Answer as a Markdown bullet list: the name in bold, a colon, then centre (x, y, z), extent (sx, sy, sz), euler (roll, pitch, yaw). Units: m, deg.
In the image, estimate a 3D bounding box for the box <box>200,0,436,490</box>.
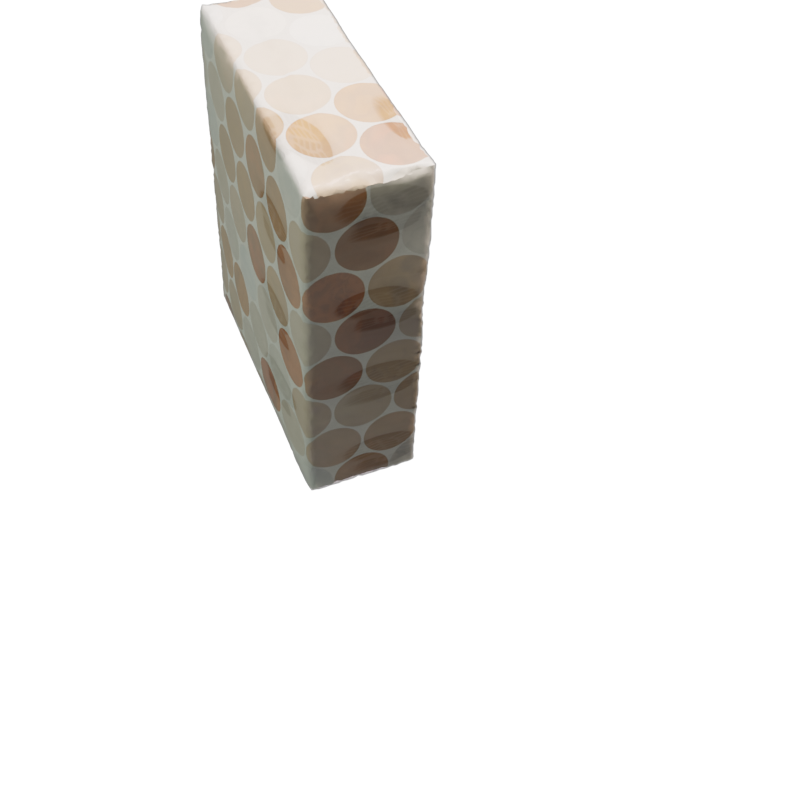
- **box**: centre (-0.046, -0.084, 0.591), extent (0.071, 0.199, 0.178), euler (-14, 49, -17)
